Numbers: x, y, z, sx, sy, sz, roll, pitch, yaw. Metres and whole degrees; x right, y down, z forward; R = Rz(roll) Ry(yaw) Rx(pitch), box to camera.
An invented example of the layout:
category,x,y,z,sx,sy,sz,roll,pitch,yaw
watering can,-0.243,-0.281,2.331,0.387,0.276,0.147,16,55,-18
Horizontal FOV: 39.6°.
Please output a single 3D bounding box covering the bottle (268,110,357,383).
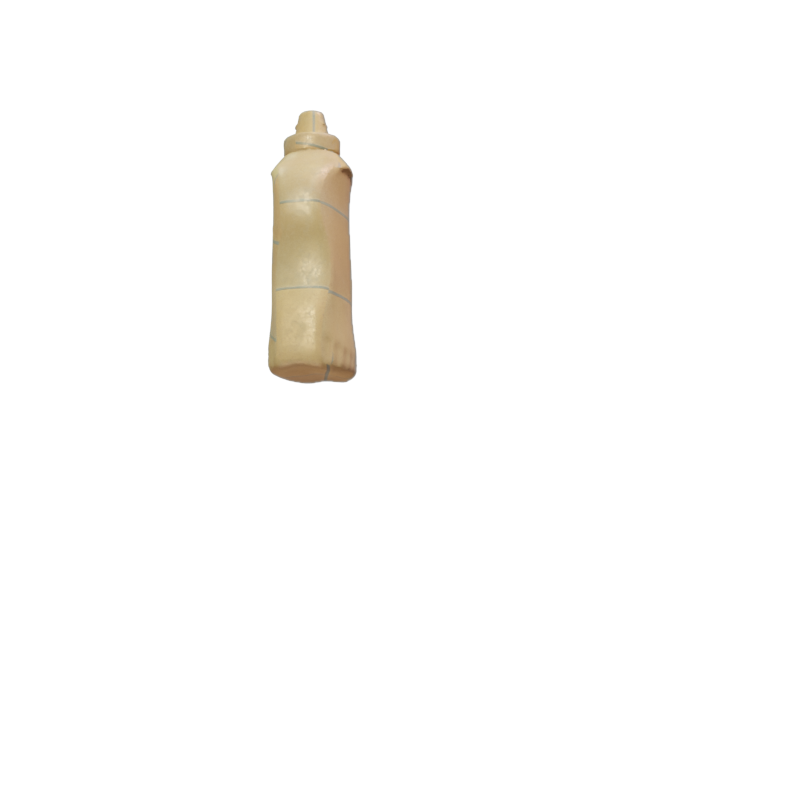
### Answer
category,x,y,z,sx,sy,sz,roll,pitch,yaw
bottle,-0.062,-0.112,0.782,0.059,0.198,0.092,-4,-13,12
